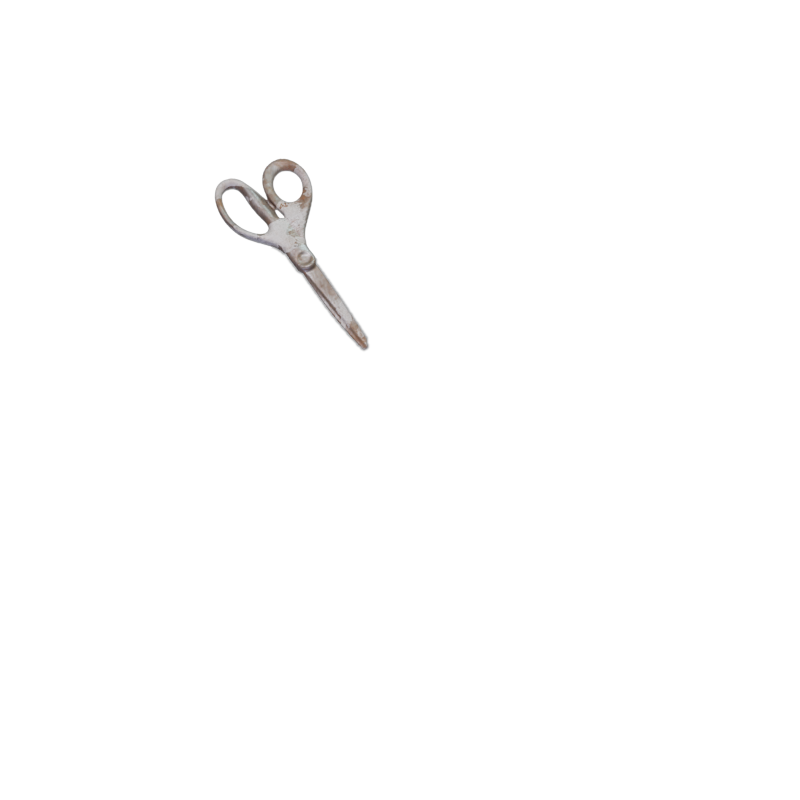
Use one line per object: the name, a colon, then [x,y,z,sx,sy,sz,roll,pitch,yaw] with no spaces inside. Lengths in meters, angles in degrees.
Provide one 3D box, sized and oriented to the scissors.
scissors: [-0.077,-0.141,0.986,0.210,0.097,0.015,39,-18,15]
